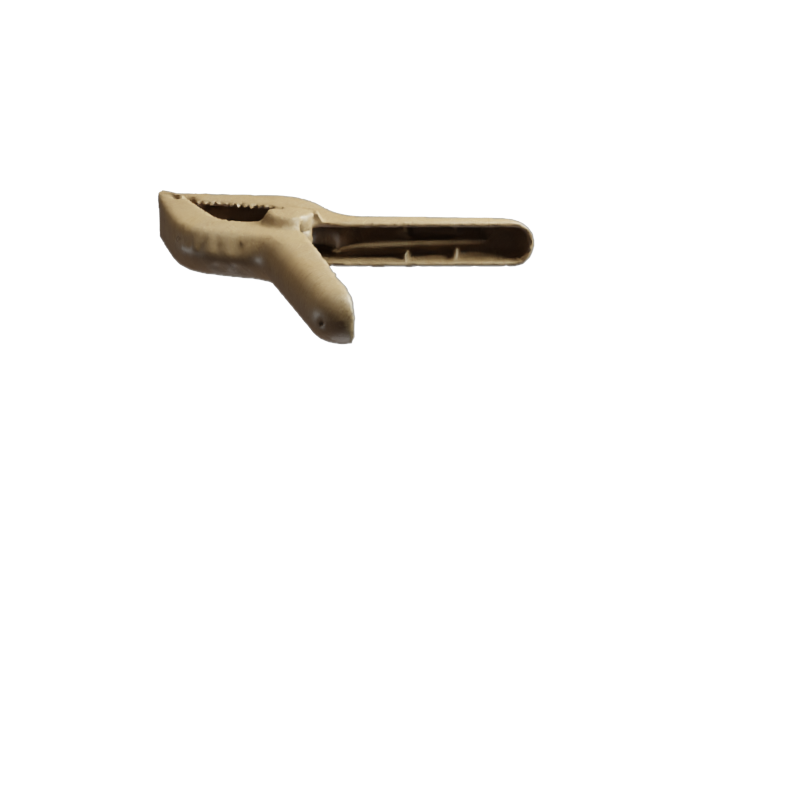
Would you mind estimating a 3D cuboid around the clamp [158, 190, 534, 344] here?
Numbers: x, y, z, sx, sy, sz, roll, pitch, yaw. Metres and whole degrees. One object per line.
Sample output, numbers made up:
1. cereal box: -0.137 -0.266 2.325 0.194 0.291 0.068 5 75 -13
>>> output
1. clamp: -0.046 -0.085 0.593 0.162 0.035 0.223 -21 30 -41
